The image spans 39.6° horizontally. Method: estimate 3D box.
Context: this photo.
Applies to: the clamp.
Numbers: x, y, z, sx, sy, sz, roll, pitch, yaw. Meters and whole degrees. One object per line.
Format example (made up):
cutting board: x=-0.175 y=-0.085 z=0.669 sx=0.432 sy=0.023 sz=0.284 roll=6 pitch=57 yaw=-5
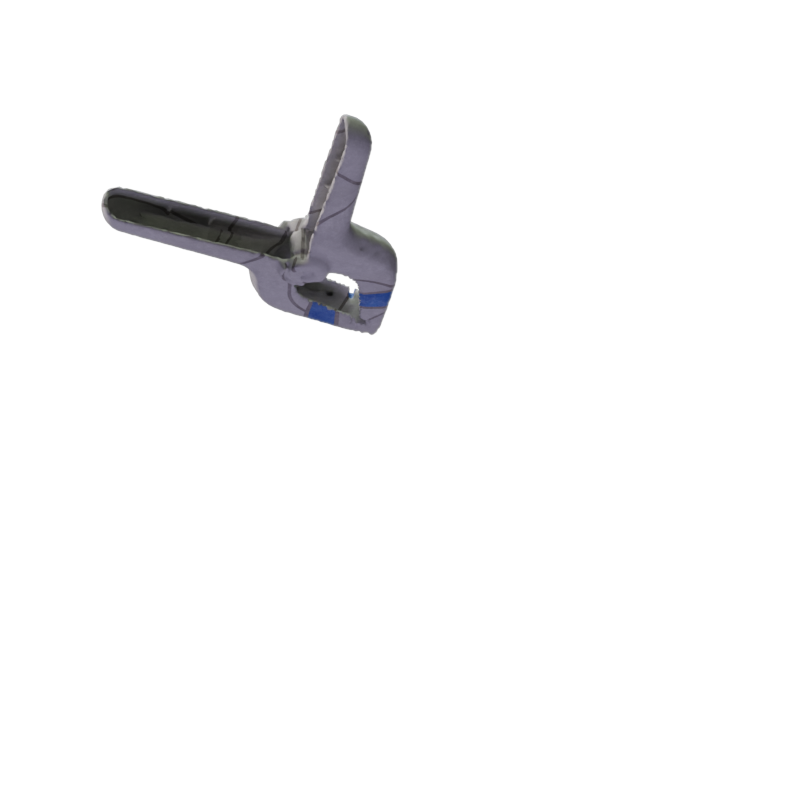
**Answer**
clamp: x=-0.053 y=-0.096 z=0.671 sx=0.167 sy=0.039 sz=0.195 roll=-14 pitch=-28 yaw=28
